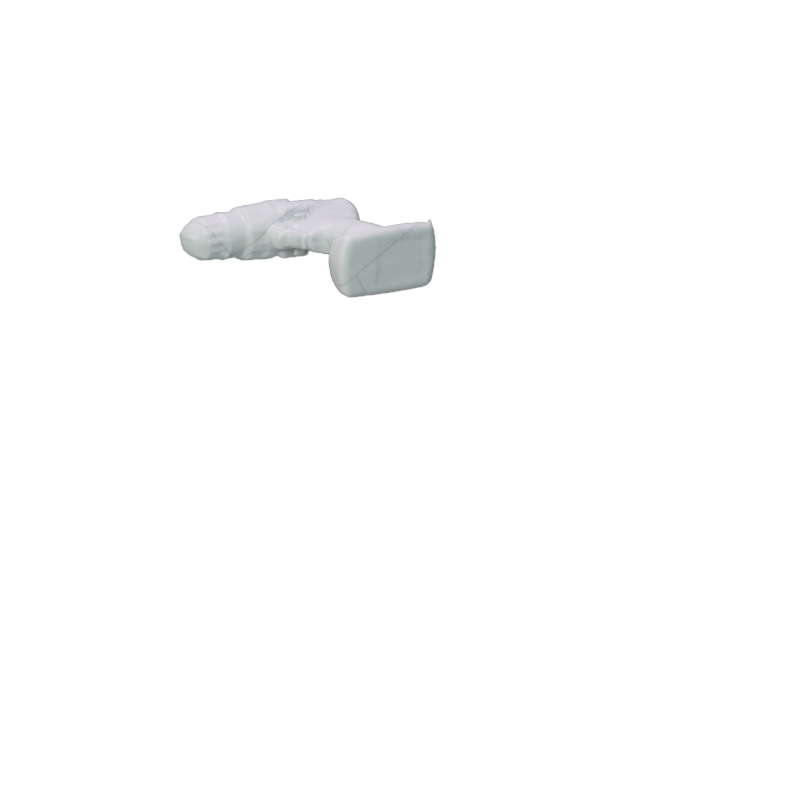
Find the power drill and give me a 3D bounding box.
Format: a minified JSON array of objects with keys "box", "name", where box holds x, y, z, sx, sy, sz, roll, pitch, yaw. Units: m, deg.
[{"box":[-0.076,-0.138,0.970,0.180,0.055,0.200,-15,26,-34],"name":"power drill"}]
